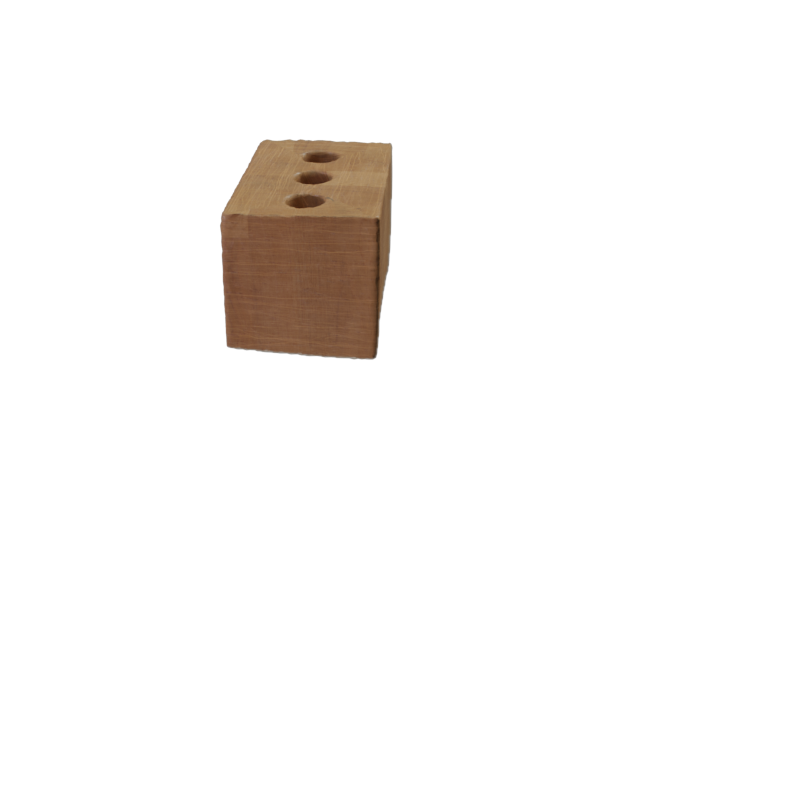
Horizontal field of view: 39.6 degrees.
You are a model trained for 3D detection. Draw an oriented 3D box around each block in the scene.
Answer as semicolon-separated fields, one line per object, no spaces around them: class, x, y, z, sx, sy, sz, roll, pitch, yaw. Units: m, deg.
block;-0.031;-0.057;0.396;0.053;0.048;0.082;2;29;3
